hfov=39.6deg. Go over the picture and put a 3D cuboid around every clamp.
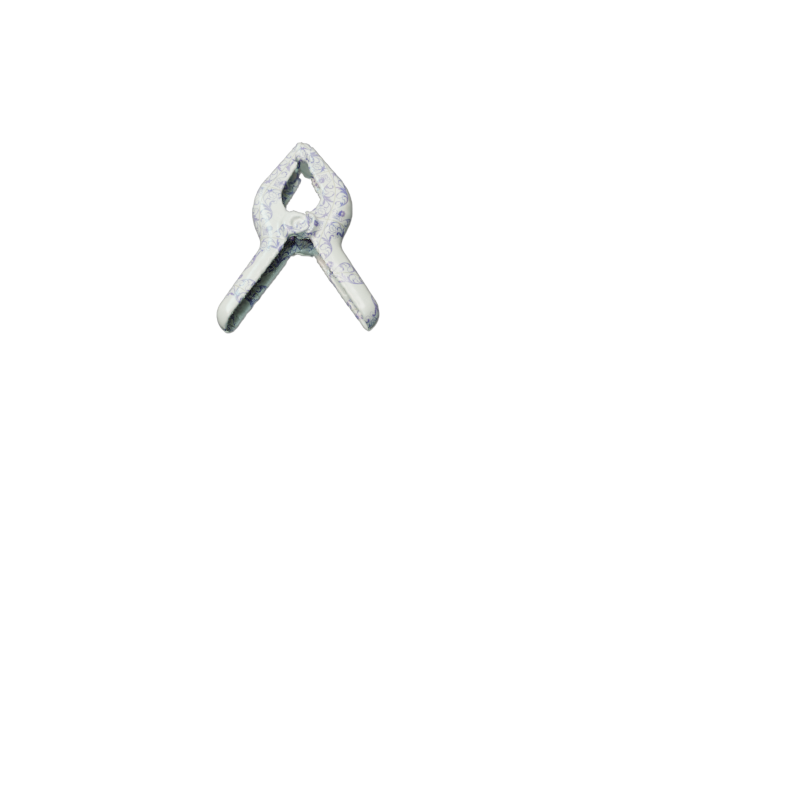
[{"bbox_3d":[-0.067,-0.122,0.858,0.121,0.181,0.037,8,-27,4],"label":"clamp"}]
